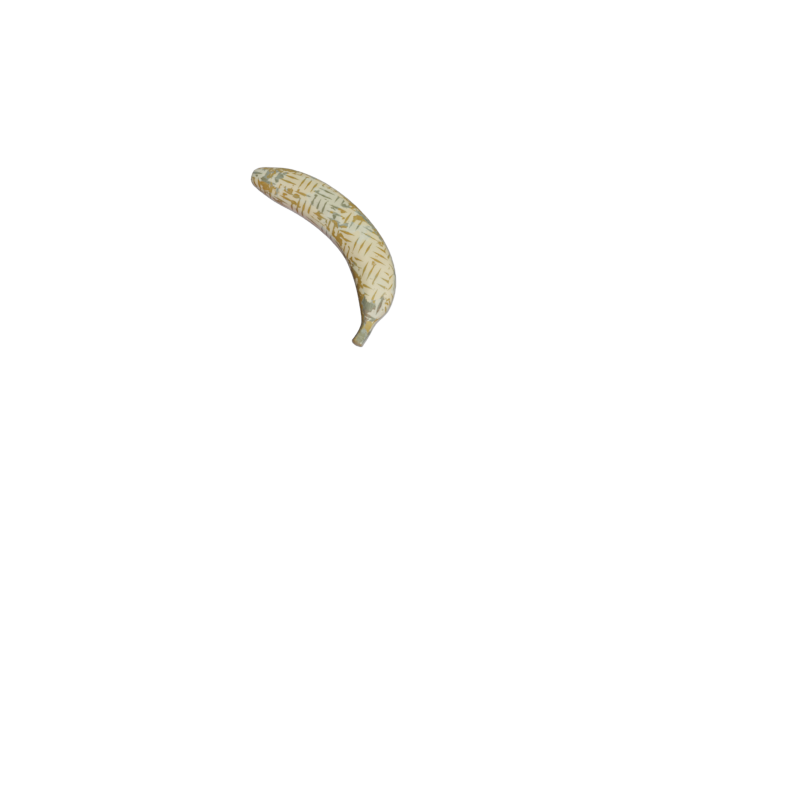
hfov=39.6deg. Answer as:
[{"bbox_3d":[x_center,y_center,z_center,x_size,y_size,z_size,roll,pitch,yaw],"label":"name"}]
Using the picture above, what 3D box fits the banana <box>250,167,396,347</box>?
[{"bbox_3d":[-0.057,-0.142,0.960,0.069,0.211,0.034,-25,-27,-15],"label":"banana"}]
